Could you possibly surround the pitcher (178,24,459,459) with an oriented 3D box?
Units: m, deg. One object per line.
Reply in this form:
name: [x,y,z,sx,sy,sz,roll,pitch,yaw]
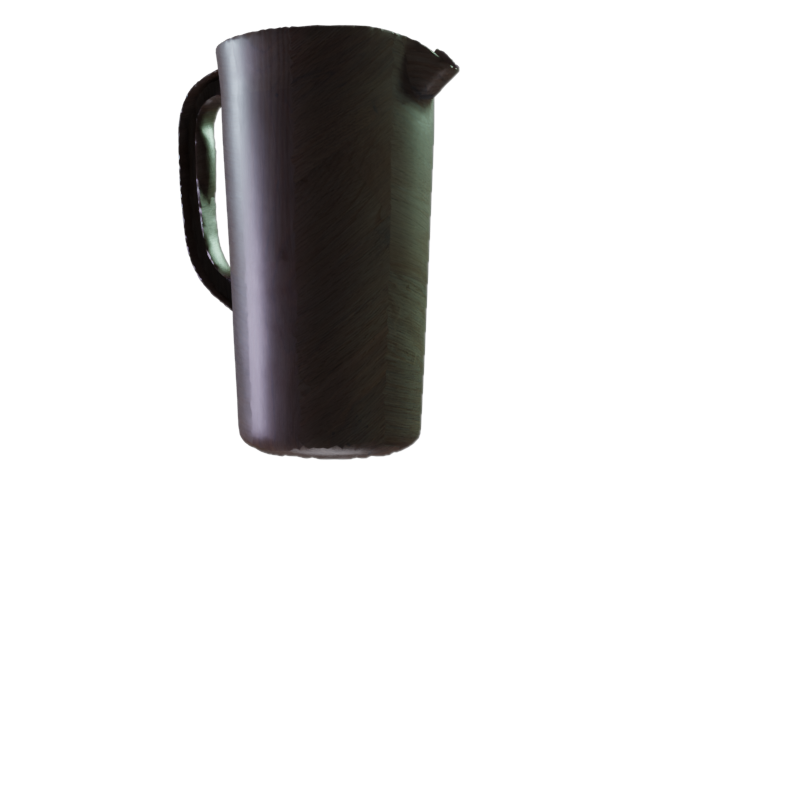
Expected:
pitcher: [-0.052,-0.095,0.663,0.142,0.244,0.152,0,1,-18]
